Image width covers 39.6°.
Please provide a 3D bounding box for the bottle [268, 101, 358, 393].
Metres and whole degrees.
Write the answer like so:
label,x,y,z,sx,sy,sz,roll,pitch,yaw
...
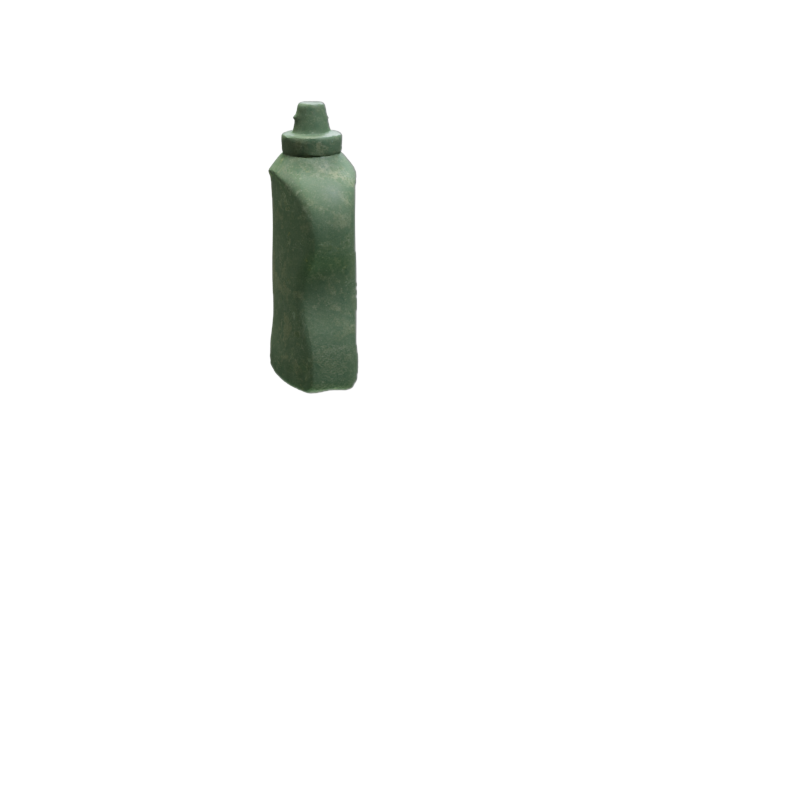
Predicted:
label,x,y,z,sx,sy,sz,roll,pitch,yaw
bottle,-0.060,-0.109,0.762,0.057,0.185,0.101,-4,17,-17
